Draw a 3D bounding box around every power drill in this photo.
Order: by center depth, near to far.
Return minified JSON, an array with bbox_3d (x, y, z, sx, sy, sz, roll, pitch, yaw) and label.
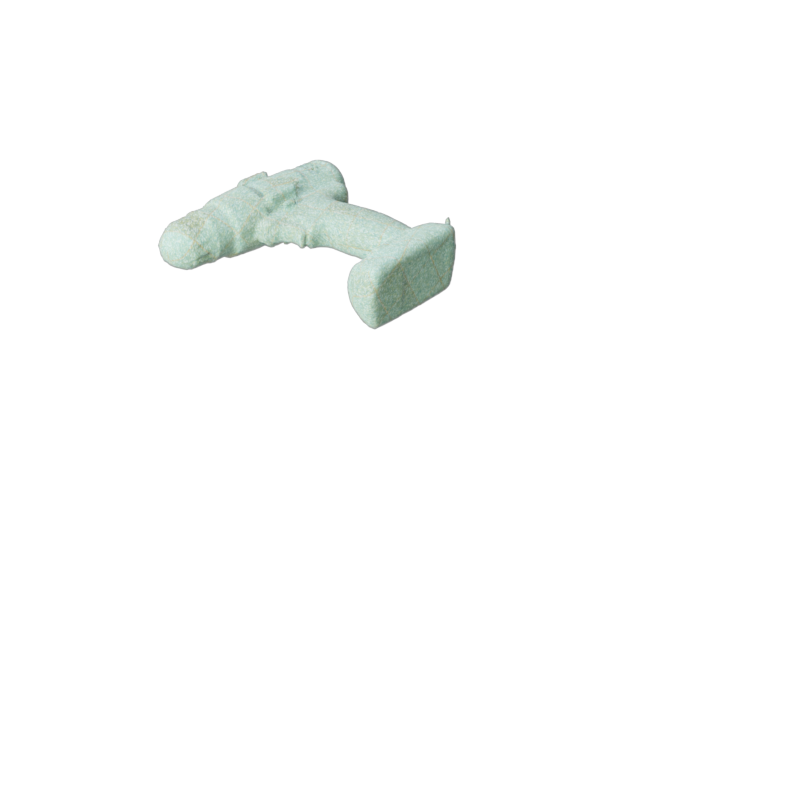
[{"bbox_3d":[-0.067,-0.122,0.856,0.200,0.054,0.185,29,45,33],"label":"power drill"}]
